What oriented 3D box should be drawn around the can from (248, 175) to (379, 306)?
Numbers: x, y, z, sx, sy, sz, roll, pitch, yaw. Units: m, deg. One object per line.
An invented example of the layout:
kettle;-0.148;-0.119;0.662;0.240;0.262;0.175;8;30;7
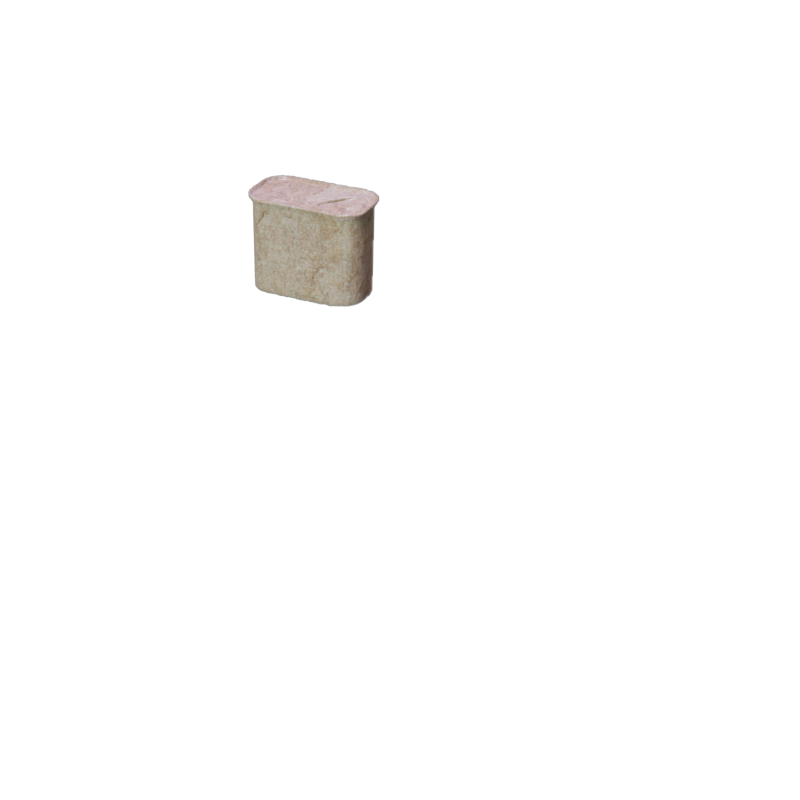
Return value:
can;-0.070;-0.127;0.892;0.106;0.079;0.059;13;30;21
